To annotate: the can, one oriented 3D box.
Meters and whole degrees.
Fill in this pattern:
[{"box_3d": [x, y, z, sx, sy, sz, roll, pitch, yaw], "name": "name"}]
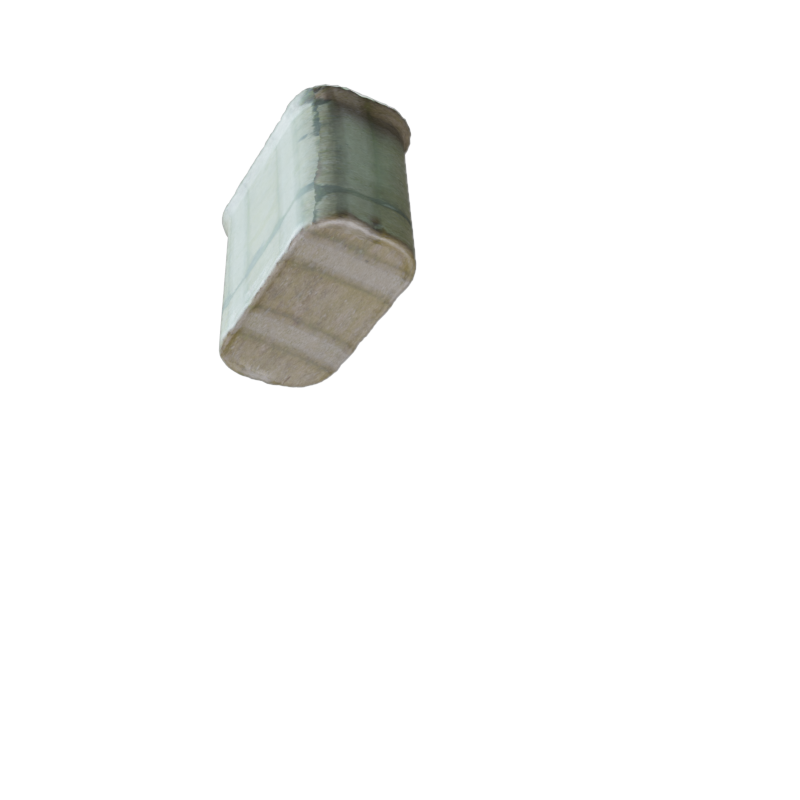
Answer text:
[{"box_3d": [-0.036, -0.067, 0.466, 0.055, 0.090, 0.099, 21, -48, -23], "name": "can"}]
